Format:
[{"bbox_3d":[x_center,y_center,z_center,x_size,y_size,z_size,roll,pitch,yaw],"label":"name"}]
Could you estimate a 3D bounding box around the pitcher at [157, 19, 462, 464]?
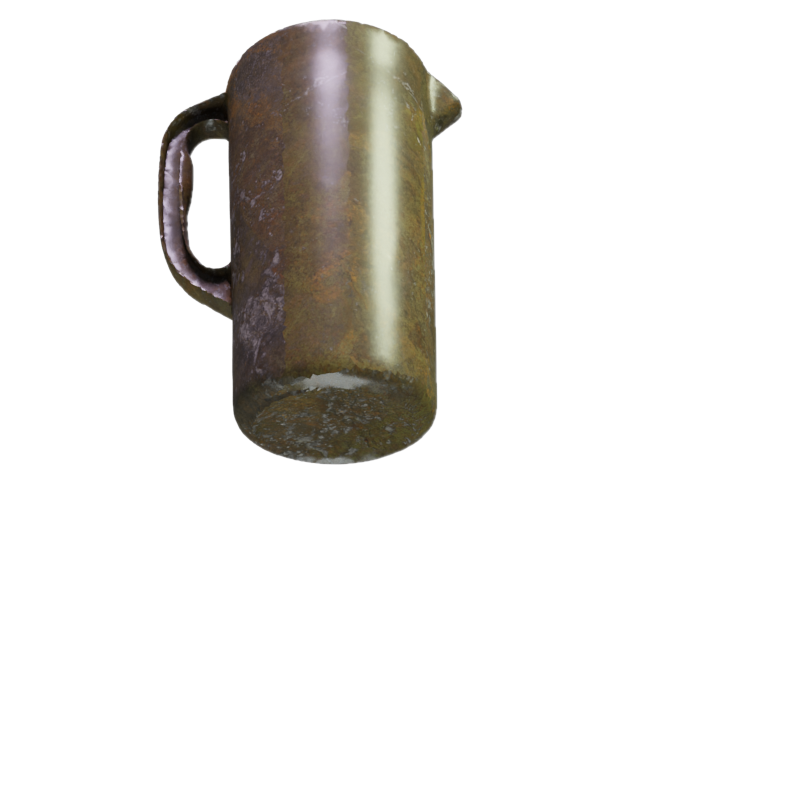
[{"bbox_3d":[-0.051,-0.093,0.649,0.136,0.260,0.149,26,-42,-37],"label":"pitcher"}]
